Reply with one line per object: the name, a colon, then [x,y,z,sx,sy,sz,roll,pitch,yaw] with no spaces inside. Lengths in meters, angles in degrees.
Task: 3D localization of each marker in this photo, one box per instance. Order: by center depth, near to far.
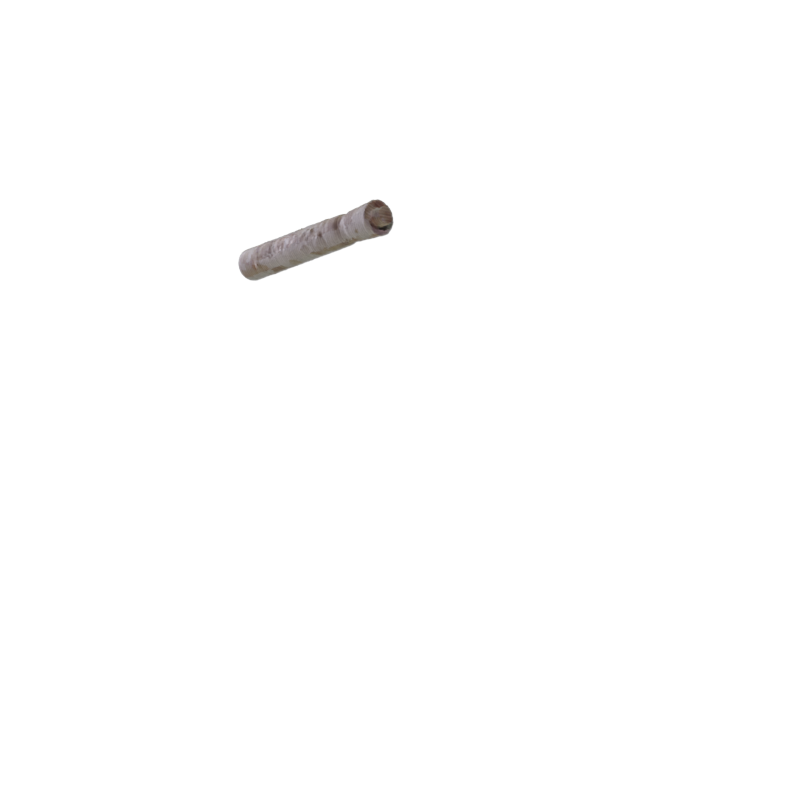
marker: [-0.046,-0.084,0.591,0.019,0.020,0.123,-3,-4,-40]
